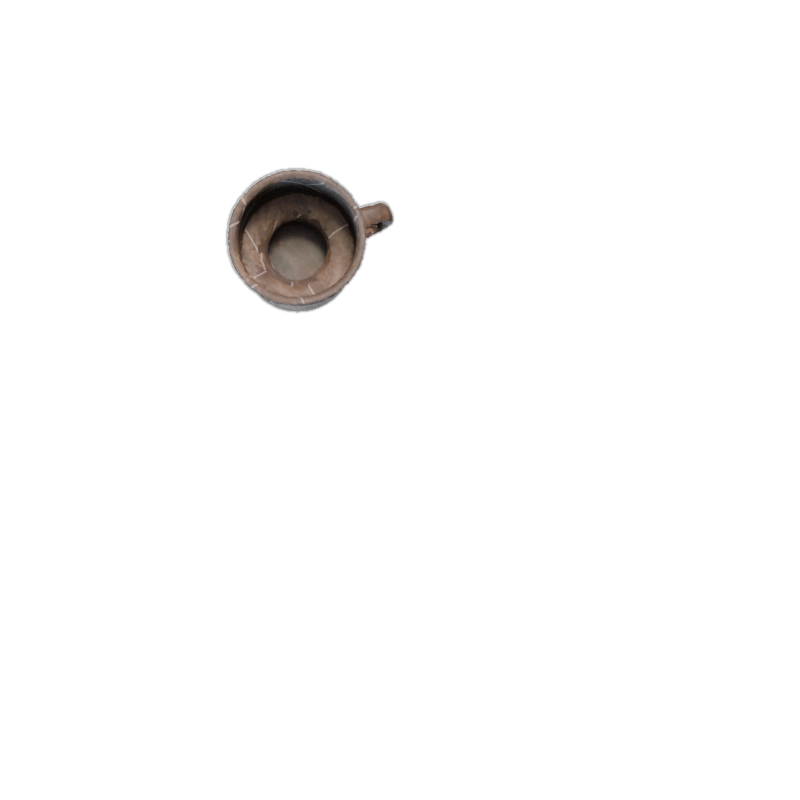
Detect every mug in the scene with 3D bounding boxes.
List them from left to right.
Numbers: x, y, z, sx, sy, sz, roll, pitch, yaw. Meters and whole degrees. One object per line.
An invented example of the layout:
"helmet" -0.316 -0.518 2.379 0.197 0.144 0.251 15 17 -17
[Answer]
"mug" -0.061 -0.111 0.777 0.117 0.096 0.080 -23 -7 -5
